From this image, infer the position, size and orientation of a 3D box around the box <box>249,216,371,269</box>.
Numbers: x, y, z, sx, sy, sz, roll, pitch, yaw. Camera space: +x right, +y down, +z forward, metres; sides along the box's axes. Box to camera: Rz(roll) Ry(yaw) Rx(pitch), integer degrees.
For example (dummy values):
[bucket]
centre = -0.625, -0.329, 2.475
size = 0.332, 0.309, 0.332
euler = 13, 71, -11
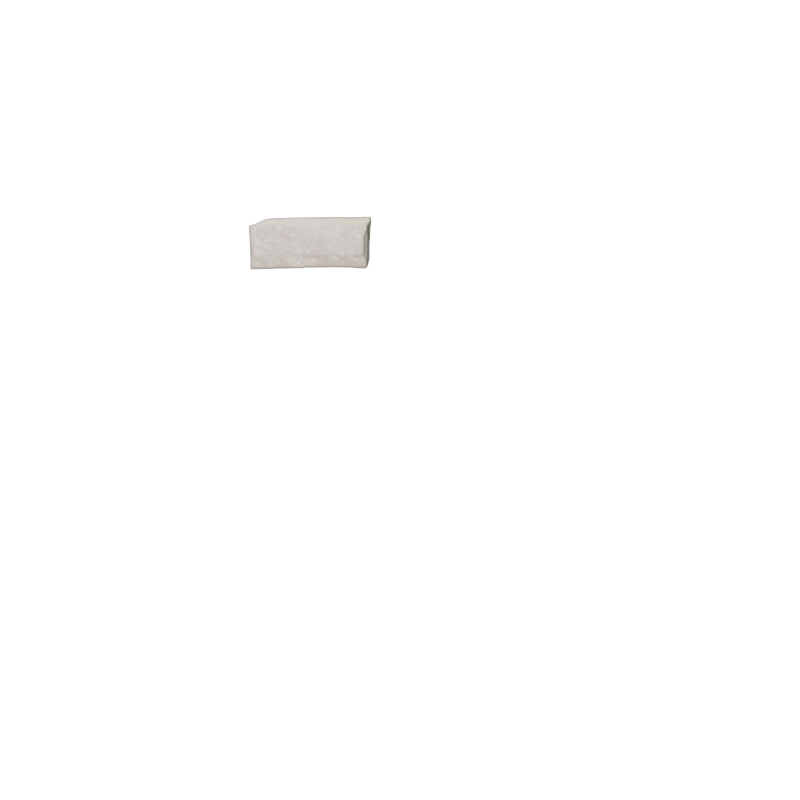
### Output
[box]
centre = -0.069, -0.126, 0.880
size = 0.090, 0.038, 0.115
euler = 0, 9, 1
